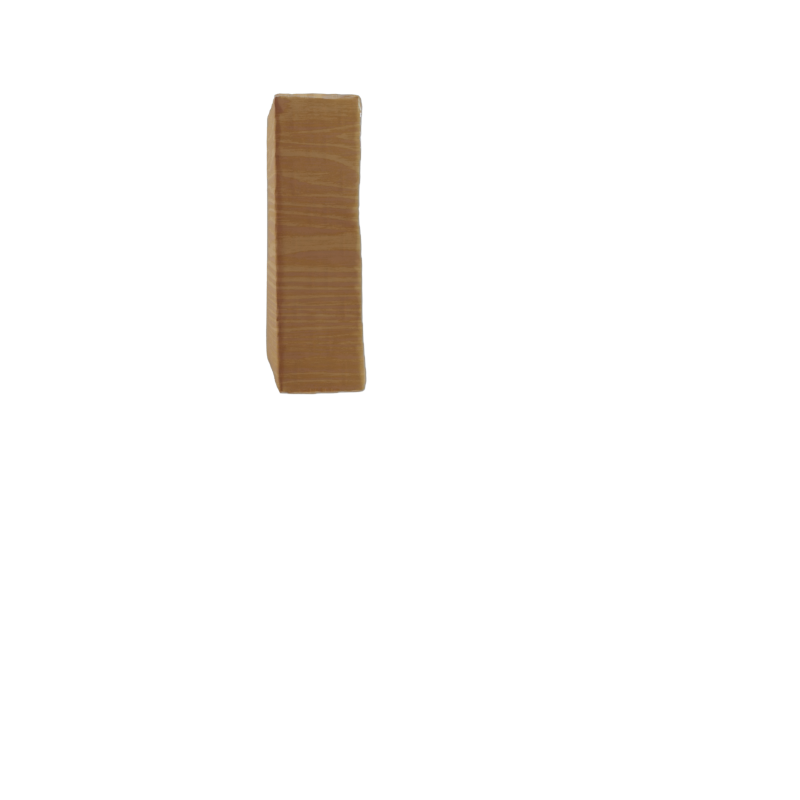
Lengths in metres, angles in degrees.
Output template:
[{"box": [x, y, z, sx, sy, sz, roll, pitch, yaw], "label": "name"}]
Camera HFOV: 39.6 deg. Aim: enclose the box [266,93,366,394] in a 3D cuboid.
[{"box": [-0.068, -0.123, 0.862, 0.071, 0.212, 0.167, 0, 5, -8], "label": "box"}]
